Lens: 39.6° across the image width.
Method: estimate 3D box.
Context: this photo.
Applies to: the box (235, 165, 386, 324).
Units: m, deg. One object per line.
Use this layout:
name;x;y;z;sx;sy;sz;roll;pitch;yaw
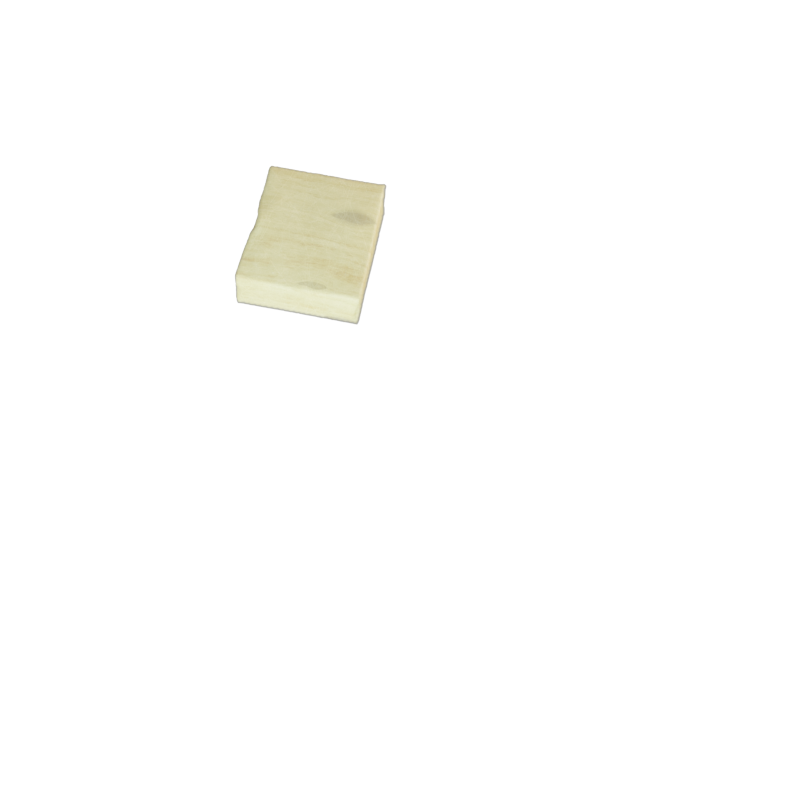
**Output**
box;-0.051;-0.094;0.655;0.074;0.094;0.028;10;-33;6
